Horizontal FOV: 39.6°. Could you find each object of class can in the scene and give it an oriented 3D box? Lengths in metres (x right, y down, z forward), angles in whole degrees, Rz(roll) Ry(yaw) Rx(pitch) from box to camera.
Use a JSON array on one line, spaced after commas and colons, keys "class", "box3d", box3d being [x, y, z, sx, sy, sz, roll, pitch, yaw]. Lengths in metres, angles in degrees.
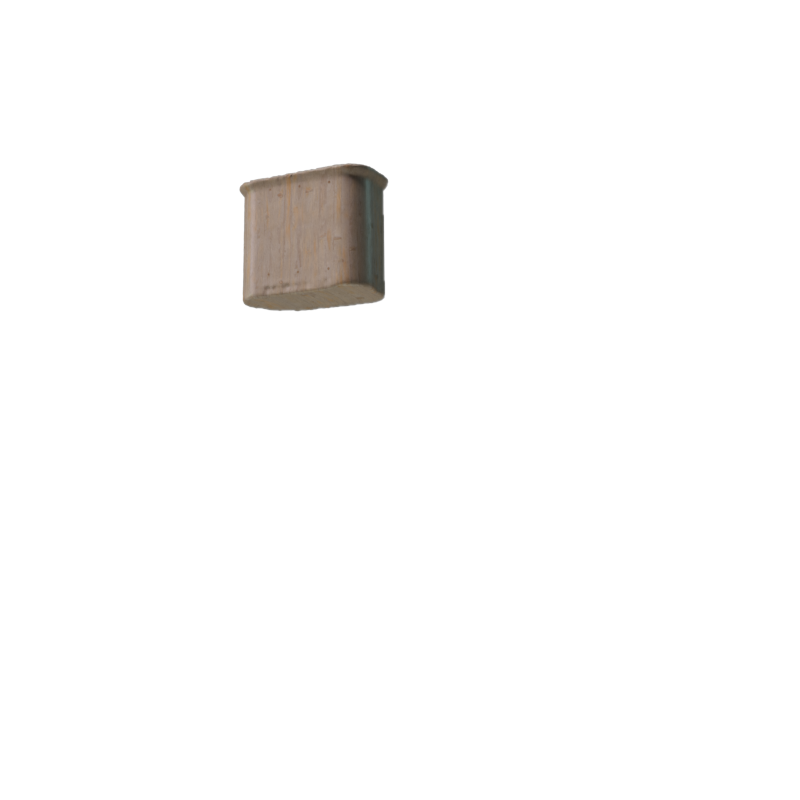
[{"class": "can", "box3d": [-0.059, -0.108, 0.757, 0.104, 0.087, 0.054, -6, -14, 26]}]
